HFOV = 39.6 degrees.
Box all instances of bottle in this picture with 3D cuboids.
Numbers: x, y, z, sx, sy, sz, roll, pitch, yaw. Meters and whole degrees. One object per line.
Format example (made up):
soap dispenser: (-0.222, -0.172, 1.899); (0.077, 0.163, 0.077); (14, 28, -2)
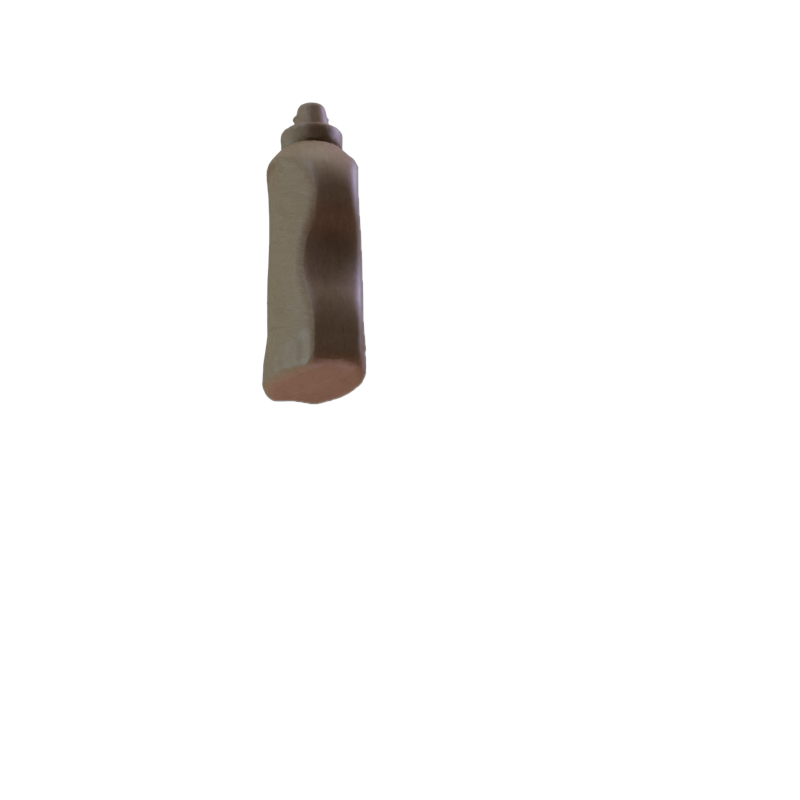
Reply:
bottle: (-0.055, -0.100, 0.703); (0.057, 0.201, 0.094); (5, -21, -18)
